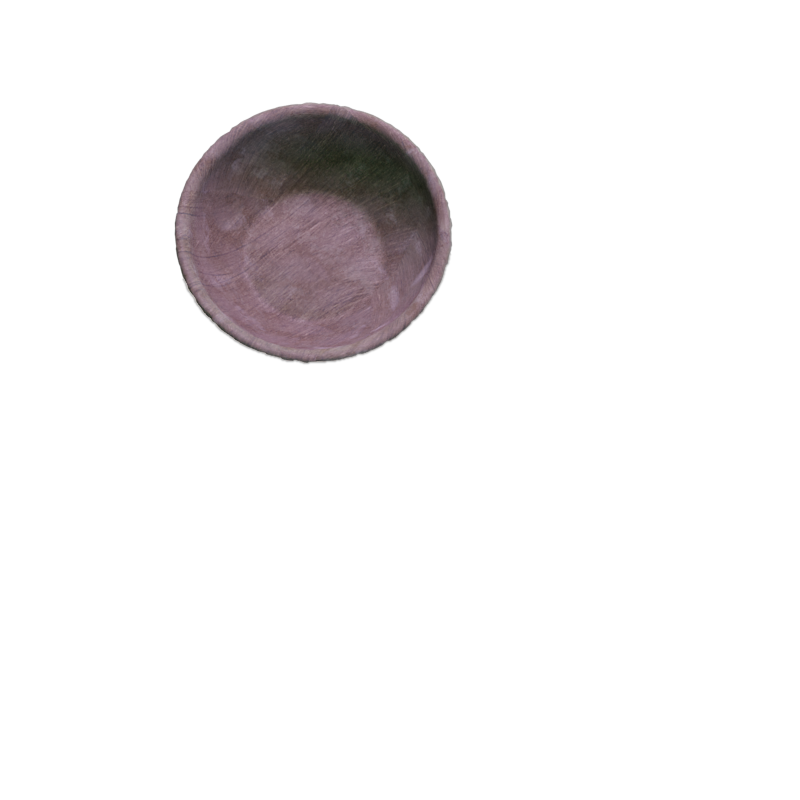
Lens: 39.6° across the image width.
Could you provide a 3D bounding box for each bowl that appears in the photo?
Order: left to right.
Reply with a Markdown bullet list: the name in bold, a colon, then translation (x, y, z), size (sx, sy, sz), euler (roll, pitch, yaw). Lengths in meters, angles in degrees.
- **bowl**: translation (-0.052, -0.095, 0.668), size (0.162, 0.169, 0.053), euler (-1, -18, -1)
